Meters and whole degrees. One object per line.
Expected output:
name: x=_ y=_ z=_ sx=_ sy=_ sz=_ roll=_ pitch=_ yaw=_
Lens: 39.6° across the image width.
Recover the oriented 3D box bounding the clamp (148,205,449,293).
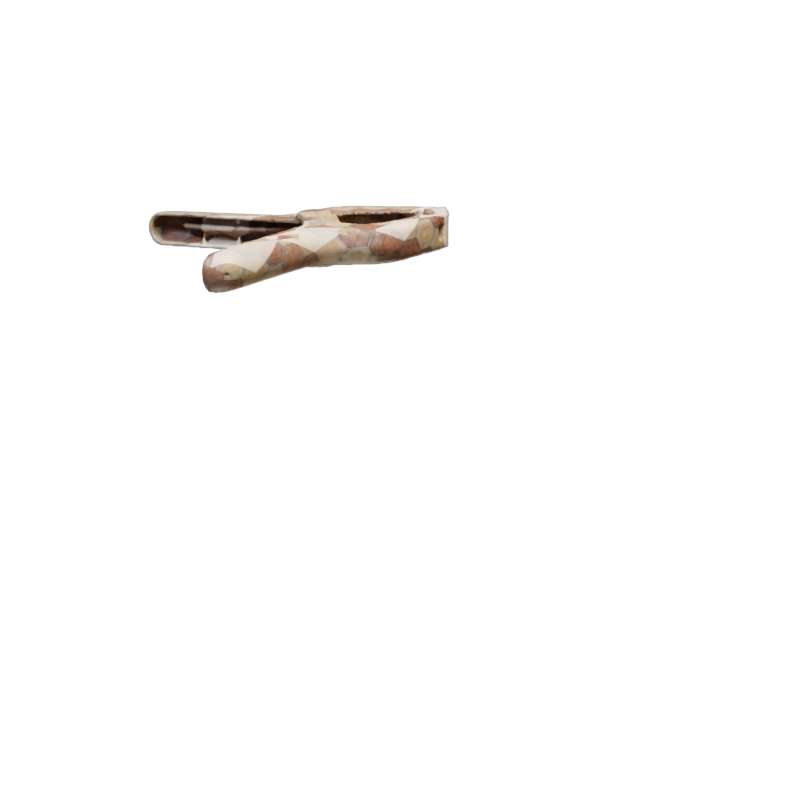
clamp: x=-0.059 y=-0.108 z=0.758 sx=0.207 sy=0.035 sz=0.174 roll=-5 pitch=21 yaw=-14
